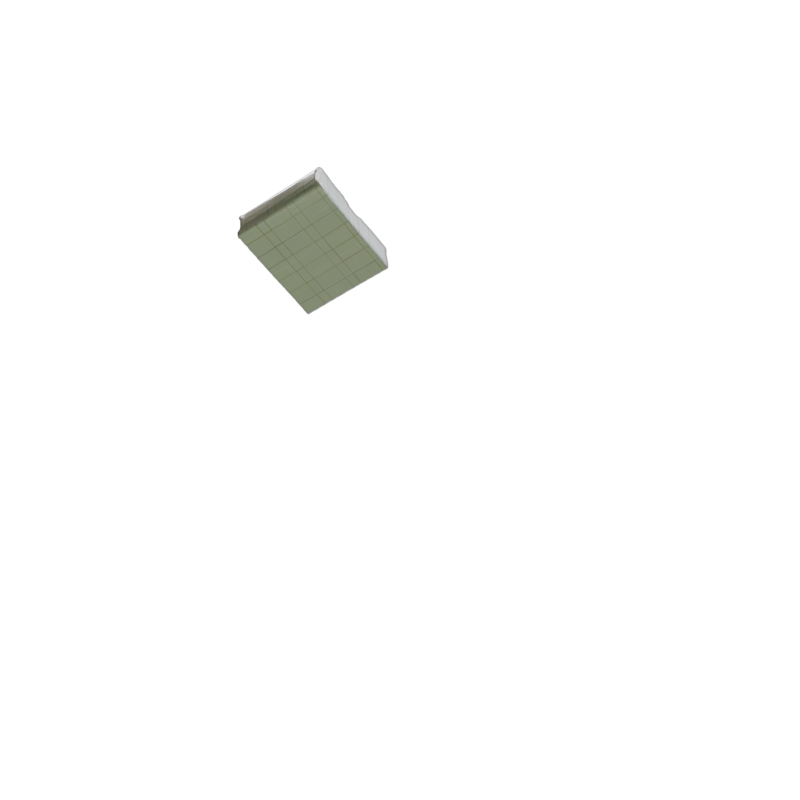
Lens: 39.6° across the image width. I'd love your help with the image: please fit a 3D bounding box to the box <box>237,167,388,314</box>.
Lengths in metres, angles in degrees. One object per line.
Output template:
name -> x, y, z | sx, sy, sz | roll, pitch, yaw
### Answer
box -> -0.063, -0.115, 0.803 | 0.073, 0.084, 0.032 | -30, 30, 19
